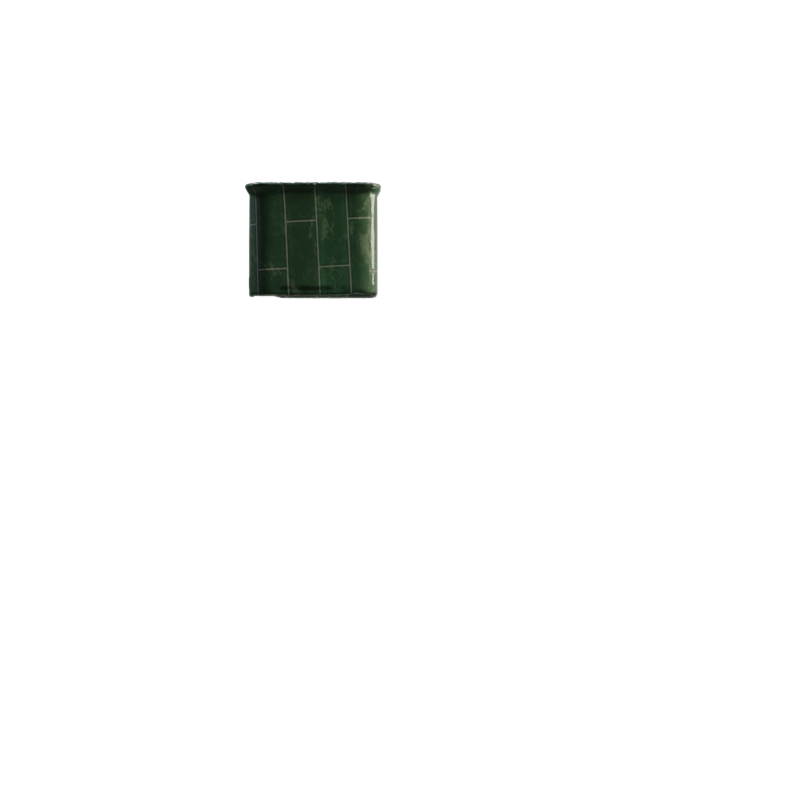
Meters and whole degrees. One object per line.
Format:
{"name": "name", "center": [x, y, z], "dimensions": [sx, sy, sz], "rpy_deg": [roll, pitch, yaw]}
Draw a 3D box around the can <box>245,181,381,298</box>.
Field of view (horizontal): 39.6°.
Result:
{"name": "can", "center": [-0.065, -0.119, 0.835], "dimensions": [0.102, 0.085, 0.057], "rpy_deg": [0, -3, 1]}
